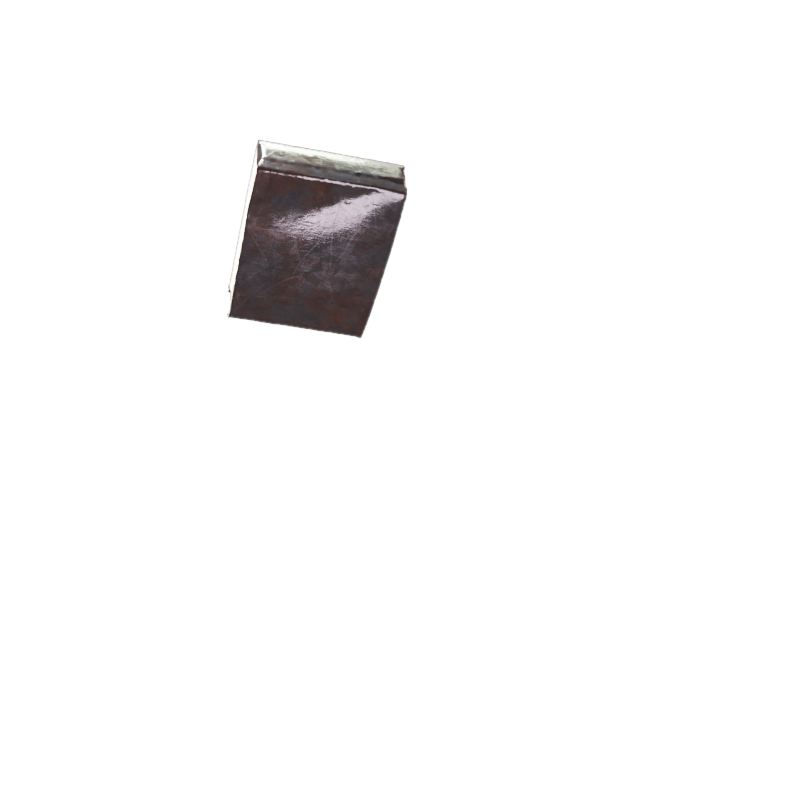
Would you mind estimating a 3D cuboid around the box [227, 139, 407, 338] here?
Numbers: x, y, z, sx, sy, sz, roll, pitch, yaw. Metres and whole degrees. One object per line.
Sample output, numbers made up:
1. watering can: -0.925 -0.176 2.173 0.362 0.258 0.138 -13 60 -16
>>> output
1. box: -0.052 -0.096 0.669 0.089 0.108 0.041 11 34 -8
